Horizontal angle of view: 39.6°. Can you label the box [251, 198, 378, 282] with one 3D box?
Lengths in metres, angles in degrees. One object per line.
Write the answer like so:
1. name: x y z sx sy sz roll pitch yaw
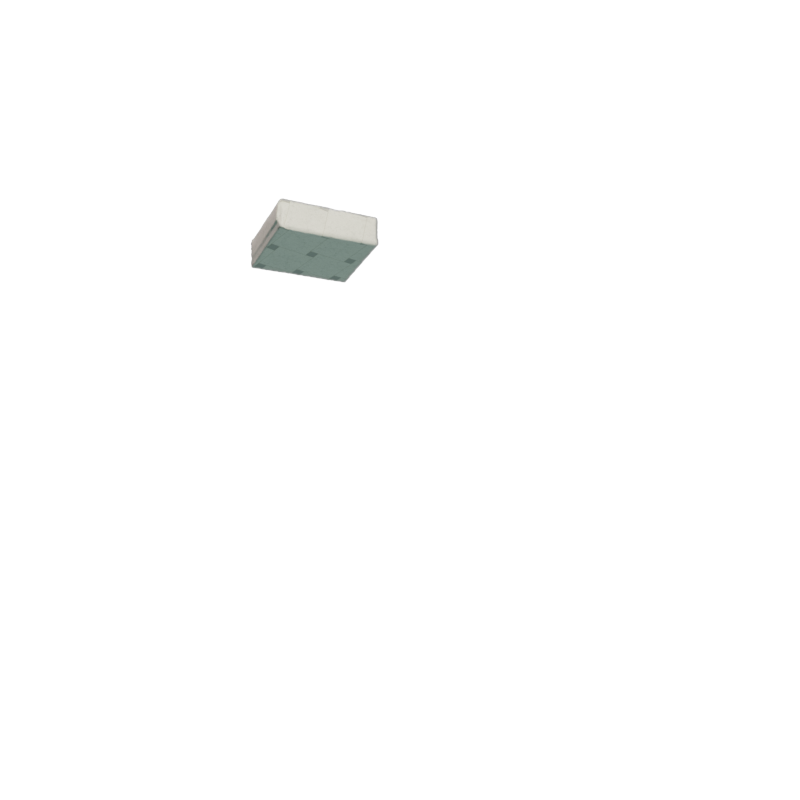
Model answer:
1. box: -0.073 -0.133 0.929 0.086 0.032 0.071 9 -26 -20
